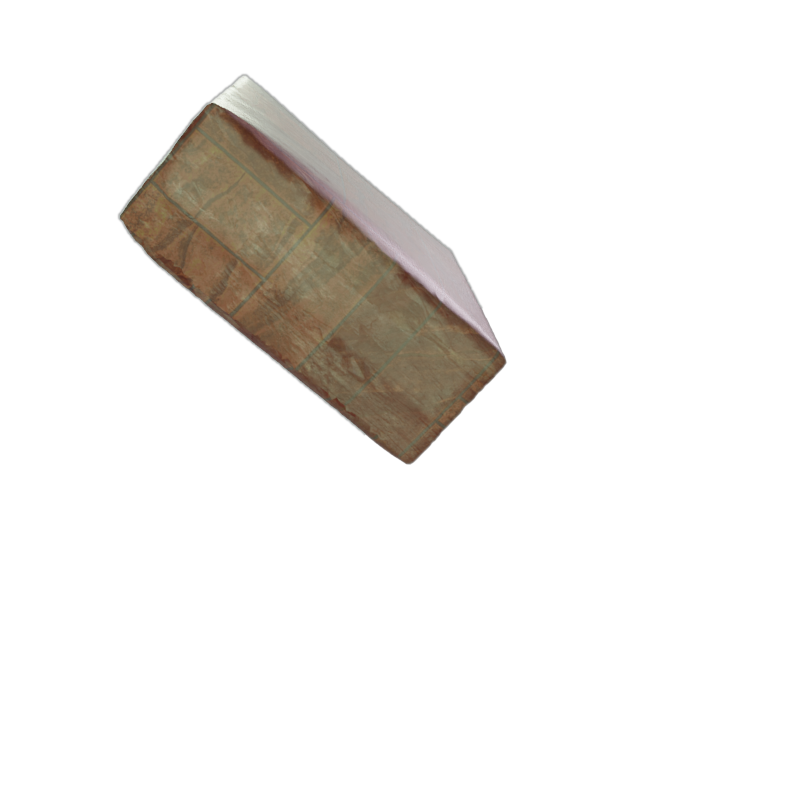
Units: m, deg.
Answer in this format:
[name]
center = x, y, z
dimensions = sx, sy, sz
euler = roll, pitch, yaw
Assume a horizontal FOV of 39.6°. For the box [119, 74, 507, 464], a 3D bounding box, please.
[box]
center = -0.043, -0.079, 0.552
dimensions = 0.160, 0.071, 0.222
euler = 39, 12, -13
